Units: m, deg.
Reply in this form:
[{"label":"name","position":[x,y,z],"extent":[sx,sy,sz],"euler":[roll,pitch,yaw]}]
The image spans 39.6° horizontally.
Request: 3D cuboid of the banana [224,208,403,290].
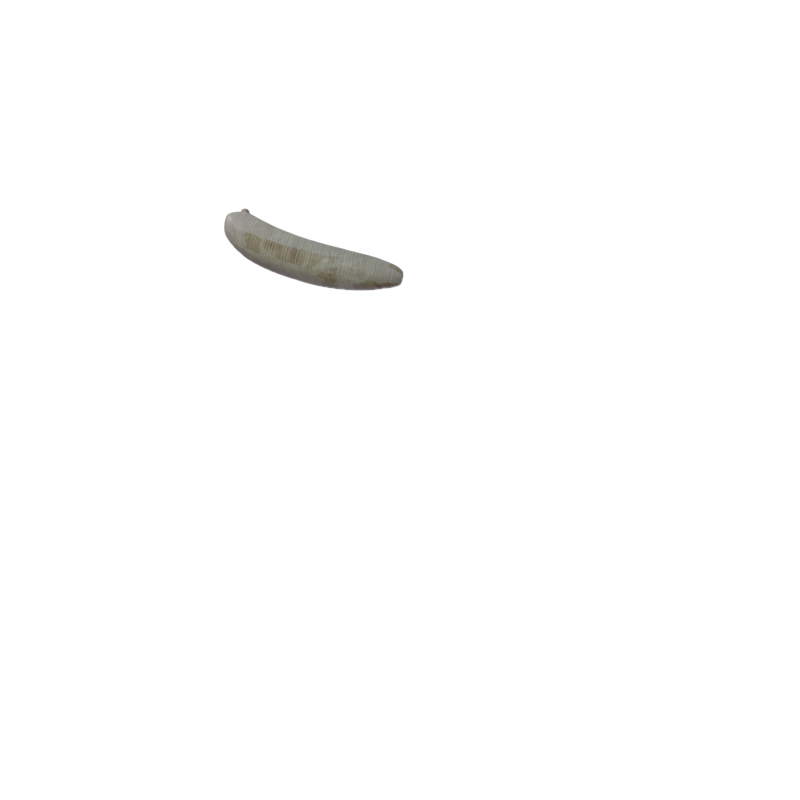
[{"label":"banana","position":[-0.092,-0.135,0.984],"extent":[0.210,0.034,0.070],"euler":[27,43,33]}]
